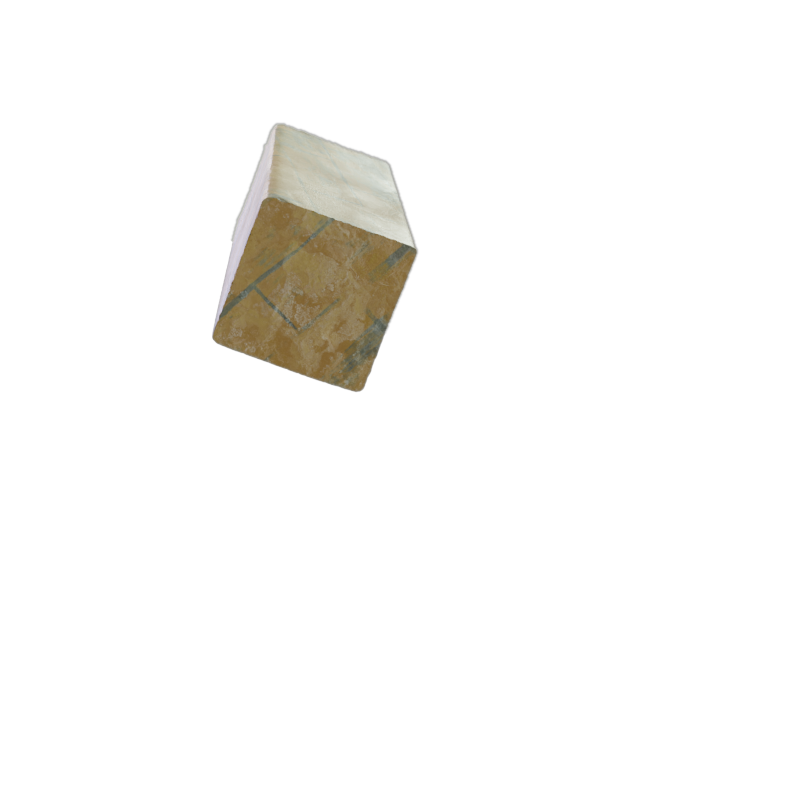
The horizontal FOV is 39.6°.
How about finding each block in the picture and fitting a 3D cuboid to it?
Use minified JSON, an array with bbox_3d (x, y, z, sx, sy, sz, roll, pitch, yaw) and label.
[{"bbox_3d":[-0.055,-0.098,0.690,0.089,0.088,0.216,18,21,-11],"label":"block"}]
